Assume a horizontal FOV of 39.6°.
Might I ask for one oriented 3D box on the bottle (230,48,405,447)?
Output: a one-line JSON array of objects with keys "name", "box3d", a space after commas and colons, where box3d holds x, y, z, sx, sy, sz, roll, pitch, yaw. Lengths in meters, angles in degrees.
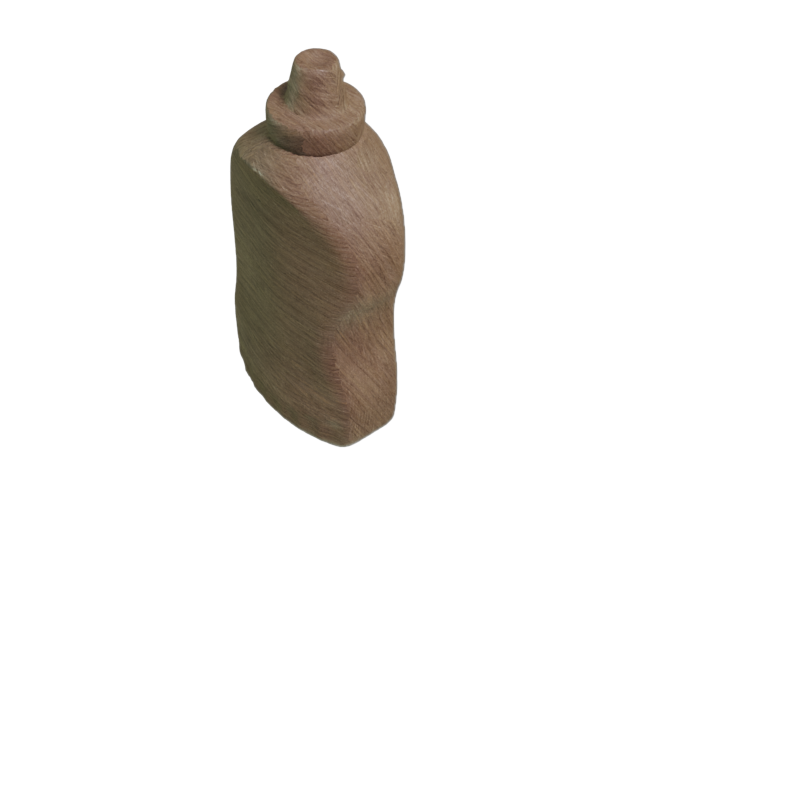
[{"name": "bottle", "box3d": [-0.039, -0.071, 0.498, 0.058, 0.179, 0.103, -26, 53, -26]}]
